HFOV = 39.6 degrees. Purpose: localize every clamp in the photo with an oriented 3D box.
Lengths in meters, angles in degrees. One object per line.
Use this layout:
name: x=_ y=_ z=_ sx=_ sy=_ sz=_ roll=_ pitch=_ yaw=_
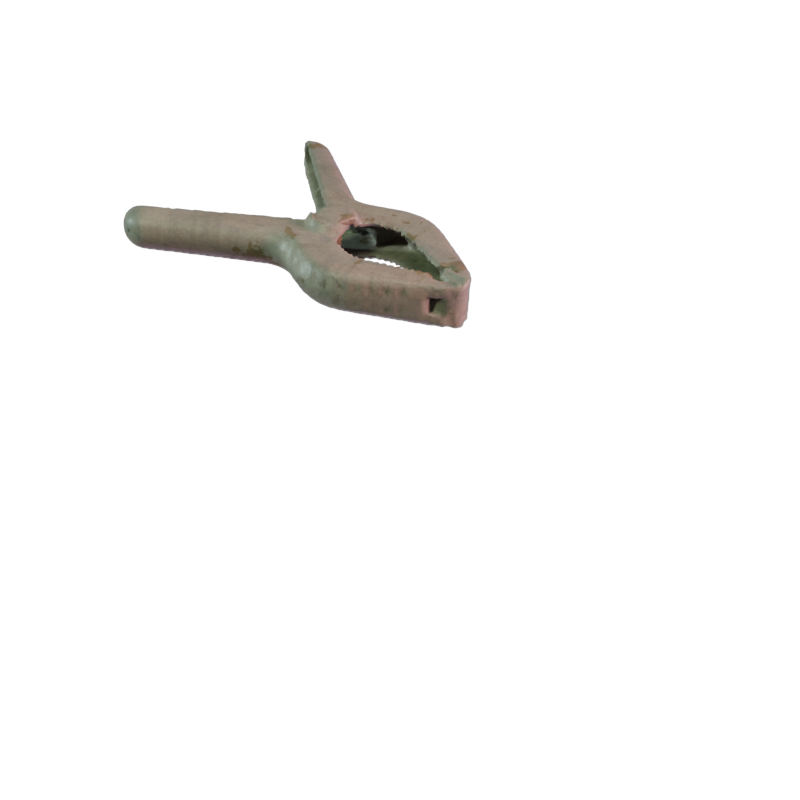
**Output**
clamp: x=-0.051 y=-0.093 z=0.655 sx=0.163 sy=0.034 sz=0.225 roll=-25 pitch=42 yaw=-31
